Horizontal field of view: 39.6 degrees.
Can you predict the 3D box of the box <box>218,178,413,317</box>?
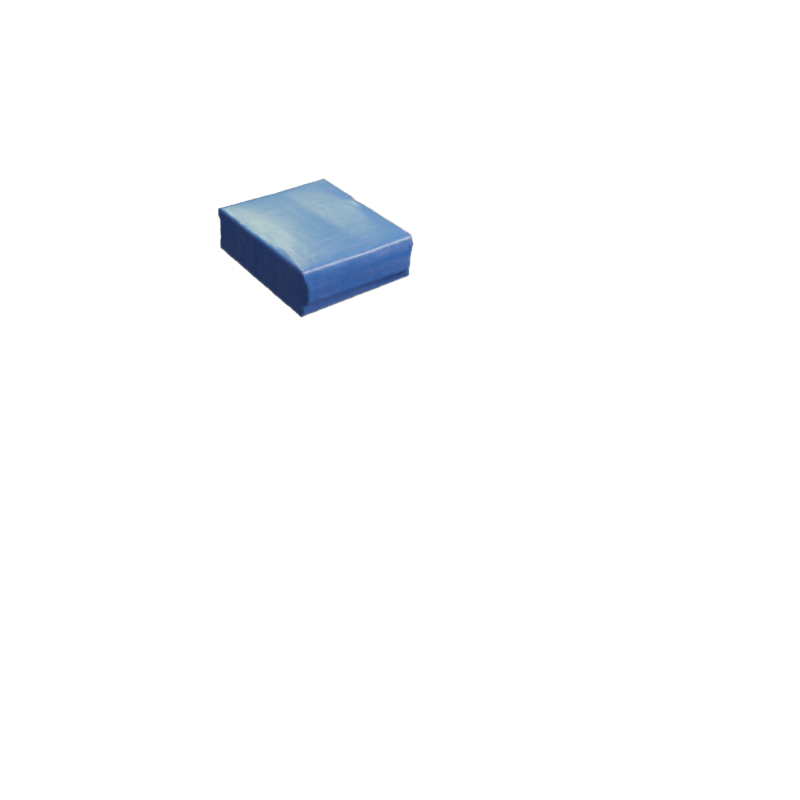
[{"bbox_3d":[-0.048,-0.088,0.617,0.072,0.028,0.096,-21,40,-28],"label":"box"}]
